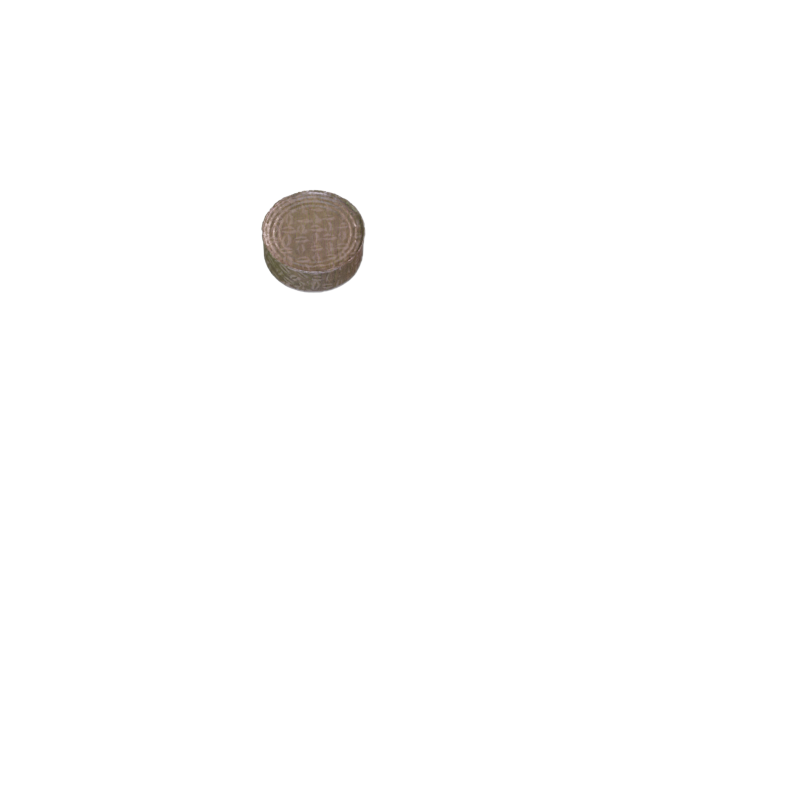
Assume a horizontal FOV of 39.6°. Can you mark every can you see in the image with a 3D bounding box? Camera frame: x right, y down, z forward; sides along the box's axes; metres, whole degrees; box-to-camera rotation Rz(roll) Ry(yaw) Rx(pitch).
[{"bbox_3d":[-0.073,-0.132,0.926,0.086,0.092,0.031,-1,-34,-1],"label":"can"}]
